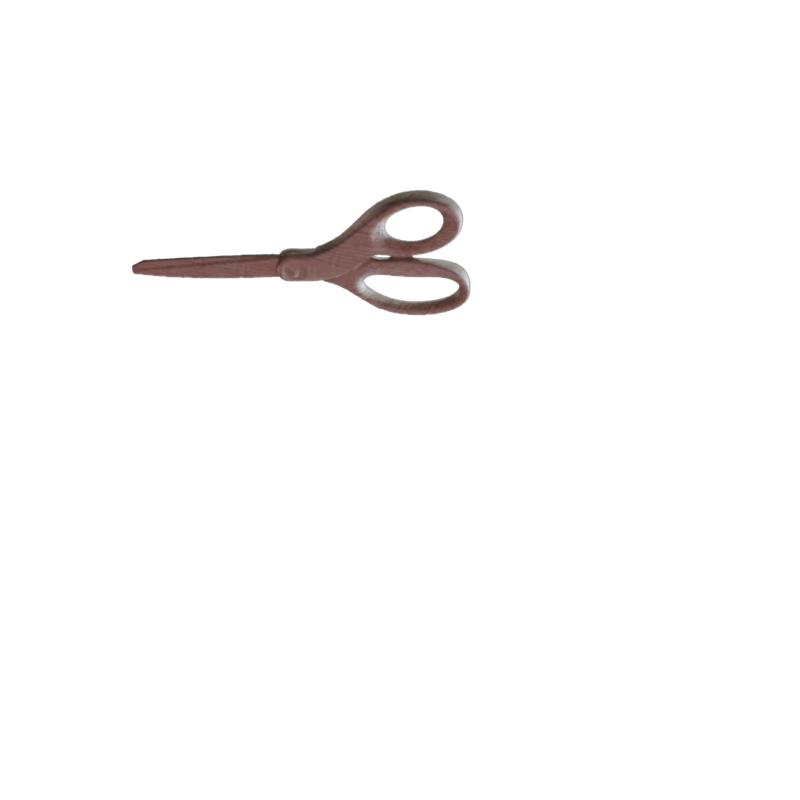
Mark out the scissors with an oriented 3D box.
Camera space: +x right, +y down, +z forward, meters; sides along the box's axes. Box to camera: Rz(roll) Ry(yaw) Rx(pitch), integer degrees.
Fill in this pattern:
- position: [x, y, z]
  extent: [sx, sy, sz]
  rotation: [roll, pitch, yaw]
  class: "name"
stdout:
- position: [-0.051, -0.093, 0.650]
  extent: [0.199, 0.091, 0.017]
  rotation: [10, 39, -9]
  class: "scissors"
